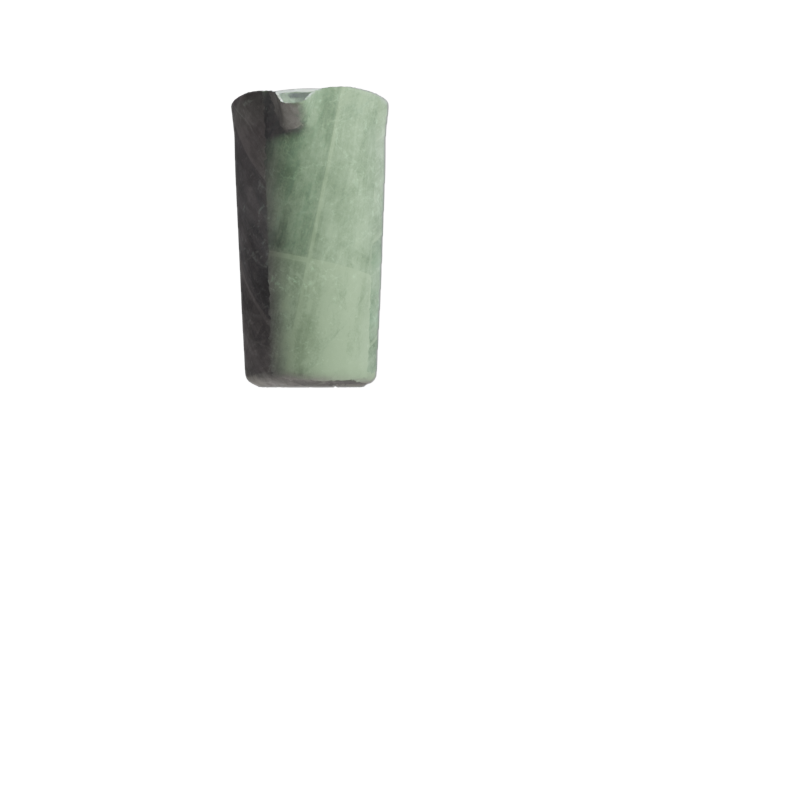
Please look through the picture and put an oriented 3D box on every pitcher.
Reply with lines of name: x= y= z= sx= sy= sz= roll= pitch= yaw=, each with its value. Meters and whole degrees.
pitcher: x=-0.073 y=-0.133 z=0.933 sx=0.143 sy=0.248 sz=0.149 roll=5 pitch=-8 yaw=-39
